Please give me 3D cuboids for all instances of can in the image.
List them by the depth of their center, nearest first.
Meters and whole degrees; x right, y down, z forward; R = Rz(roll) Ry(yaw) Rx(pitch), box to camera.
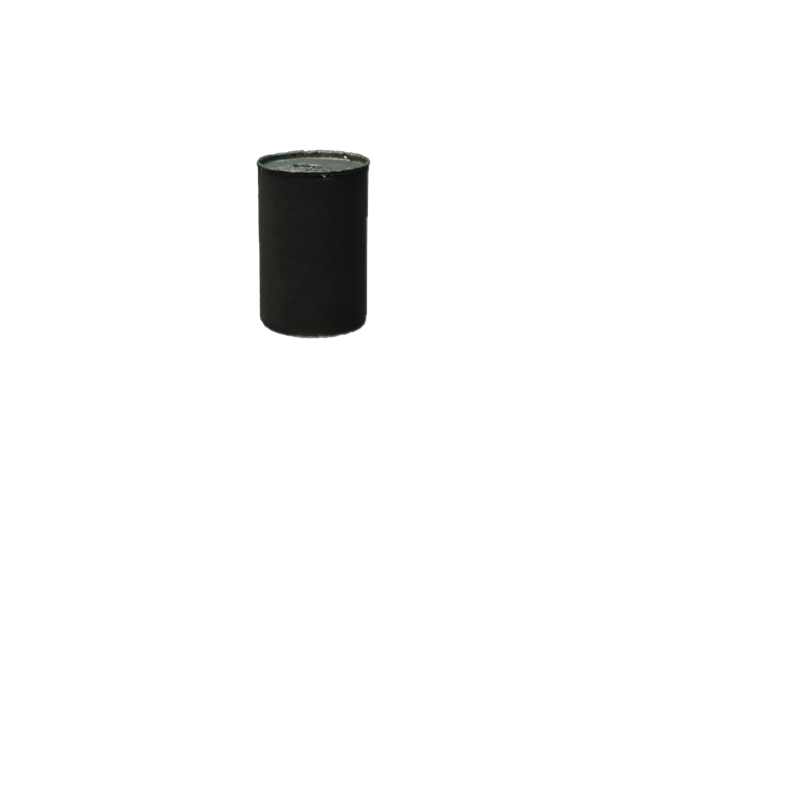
[{"bbox_3d":[-0.053,-0.096,0.675,0.068,0.098,0.071,0,18,-2],"label":"can"}]
